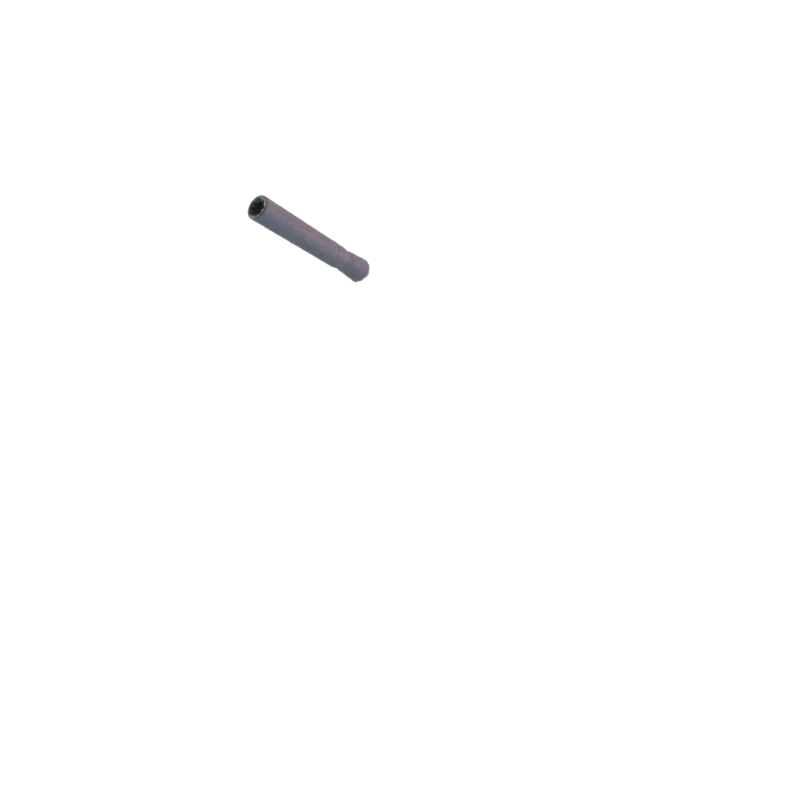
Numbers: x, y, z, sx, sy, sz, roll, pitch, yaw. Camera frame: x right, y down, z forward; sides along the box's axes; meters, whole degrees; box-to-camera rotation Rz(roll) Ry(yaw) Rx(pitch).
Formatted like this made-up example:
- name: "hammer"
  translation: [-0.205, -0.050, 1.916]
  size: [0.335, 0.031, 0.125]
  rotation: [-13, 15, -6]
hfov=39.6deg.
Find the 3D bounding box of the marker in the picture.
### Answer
- name: "marker"
  translation: [-0.063, -0.115, 0.805]
  size: [0.021, 0.020, 0.113]
  rotation: [4, -17, 44]
